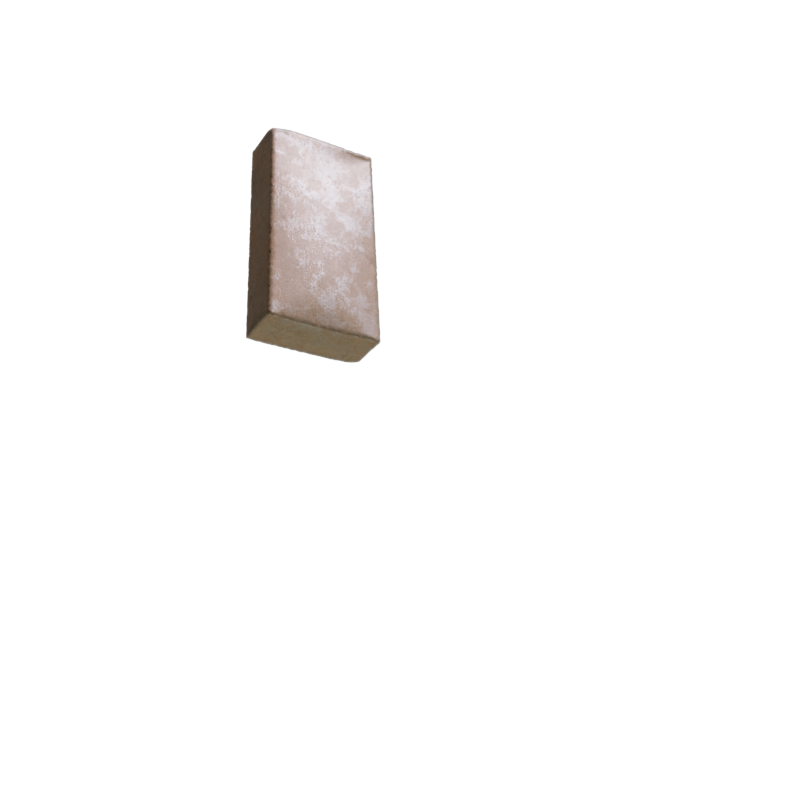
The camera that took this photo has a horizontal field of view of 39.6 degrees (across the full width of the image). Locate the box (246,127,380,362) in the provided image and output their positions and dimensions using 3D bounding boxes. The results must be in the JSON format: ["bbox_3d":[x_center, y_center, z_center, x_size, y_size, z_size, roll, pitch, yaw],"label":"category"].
[{"bbox_3d":[-0.066,-0.121,0.844,0.090,0.188,0.047,13,-35,-25],"label":"box"}]
